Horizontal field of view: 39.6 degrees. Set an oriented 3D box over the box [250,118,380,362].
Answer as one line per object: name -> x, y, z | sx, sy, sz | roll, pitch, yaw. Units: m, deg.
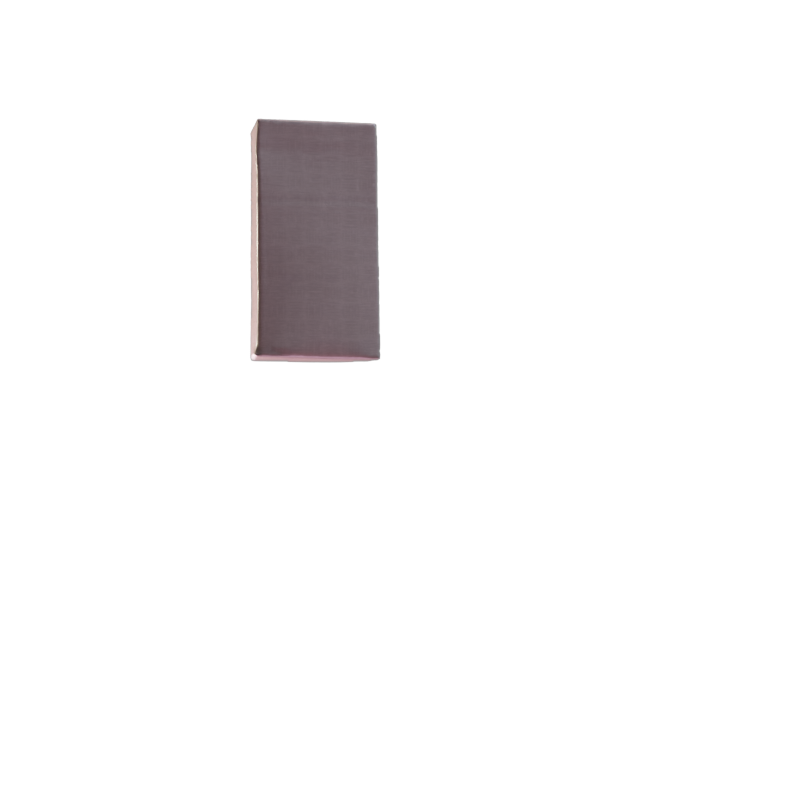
box -> -0.064, -0.117, 0.822 | 0.092, 0.181, 0.048 | 1, -10, -11
